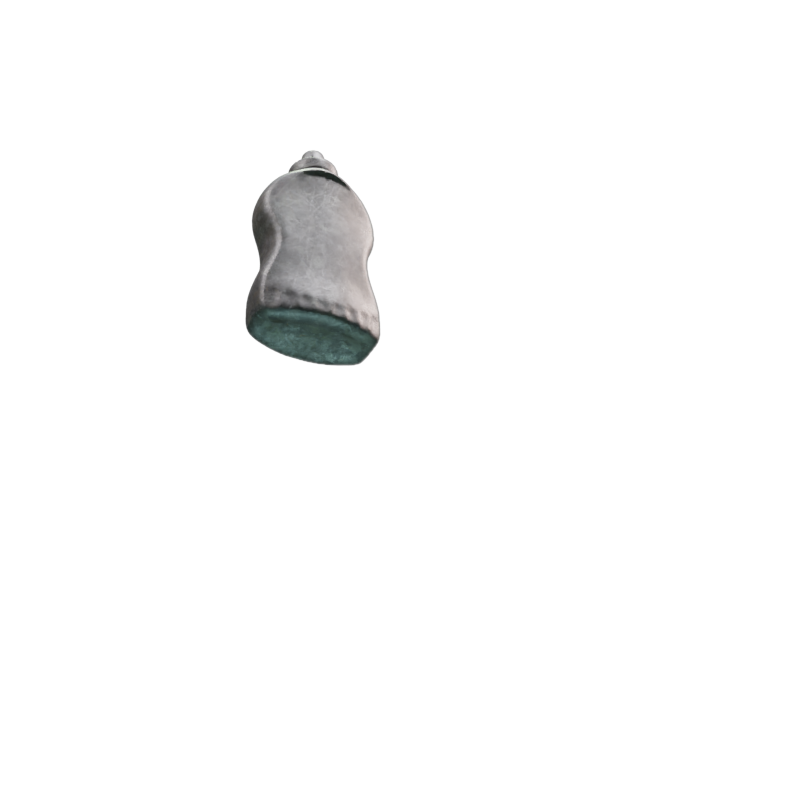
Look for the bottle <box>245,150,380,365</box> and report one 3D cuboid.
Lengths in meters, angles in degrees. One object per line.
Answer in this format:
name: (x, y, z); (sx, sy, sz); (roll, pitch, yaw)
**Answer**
bottle: (-0.067, -0.121, 0.848); (0.093, 0.206, 0.056); (13, -42, -19)
